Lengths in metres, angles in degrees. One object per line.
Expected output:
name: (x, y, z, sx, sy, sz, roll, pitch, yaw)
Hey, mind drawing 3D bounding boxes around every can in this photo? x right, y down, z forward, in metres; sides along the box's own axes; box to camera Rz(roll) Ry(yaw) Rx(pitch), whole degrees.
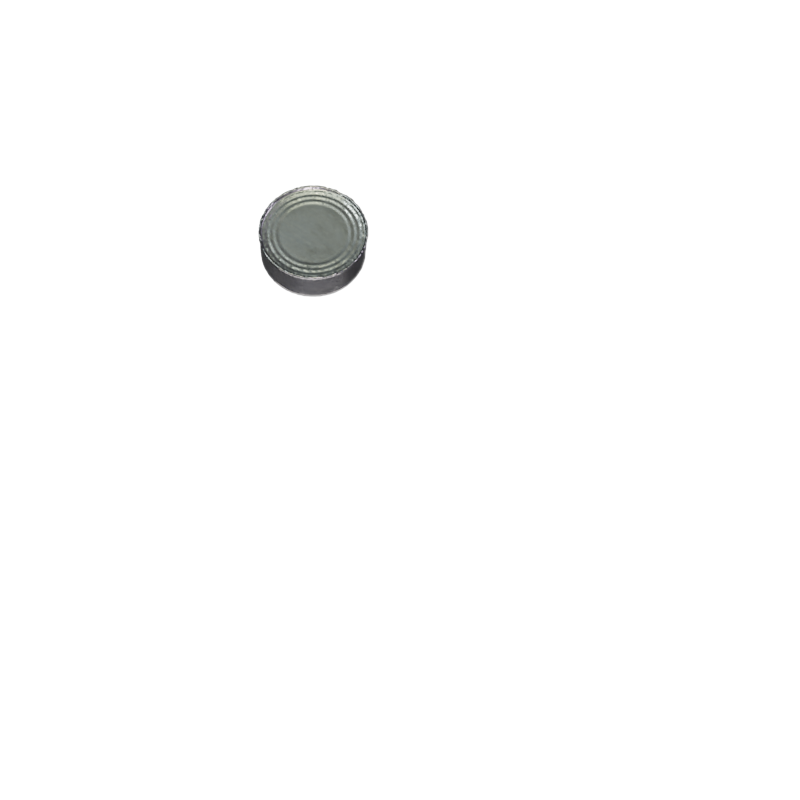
can: (-0.069, -0.125, 0.879, 0.086, 0.091, 0.032, -1, -29, -1)
